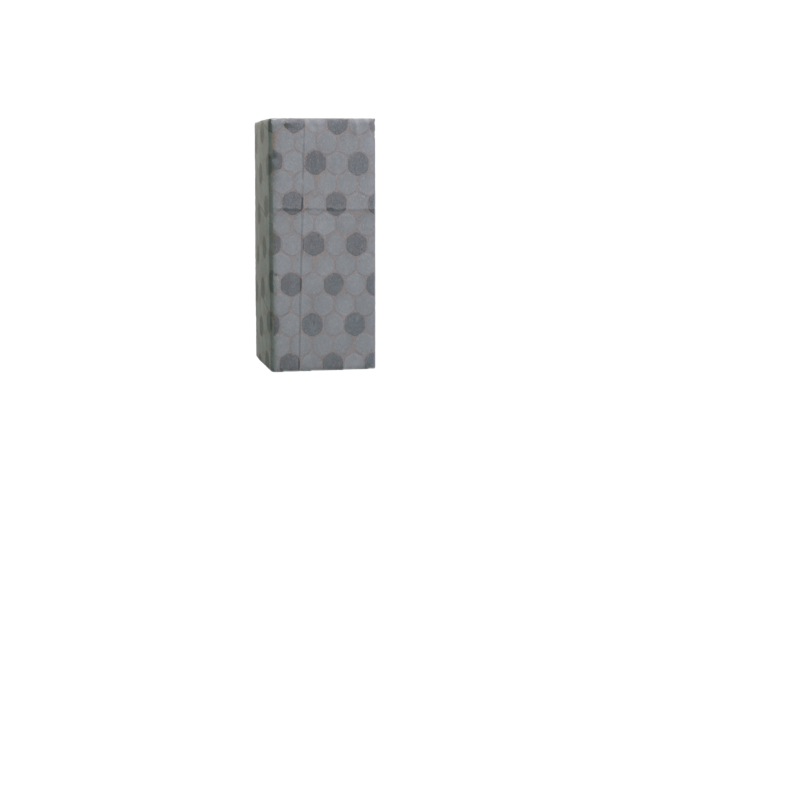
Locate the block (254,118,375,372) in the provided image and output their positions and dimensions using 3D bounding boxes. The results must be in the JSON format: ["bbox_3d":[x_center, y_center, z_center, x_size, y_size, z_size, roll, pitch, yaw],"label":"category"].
[{"bbox_3d":[-0.074,-0.135,0.943,0.089,0.204,0.093,-1,5,-14],"label":"block"}]
